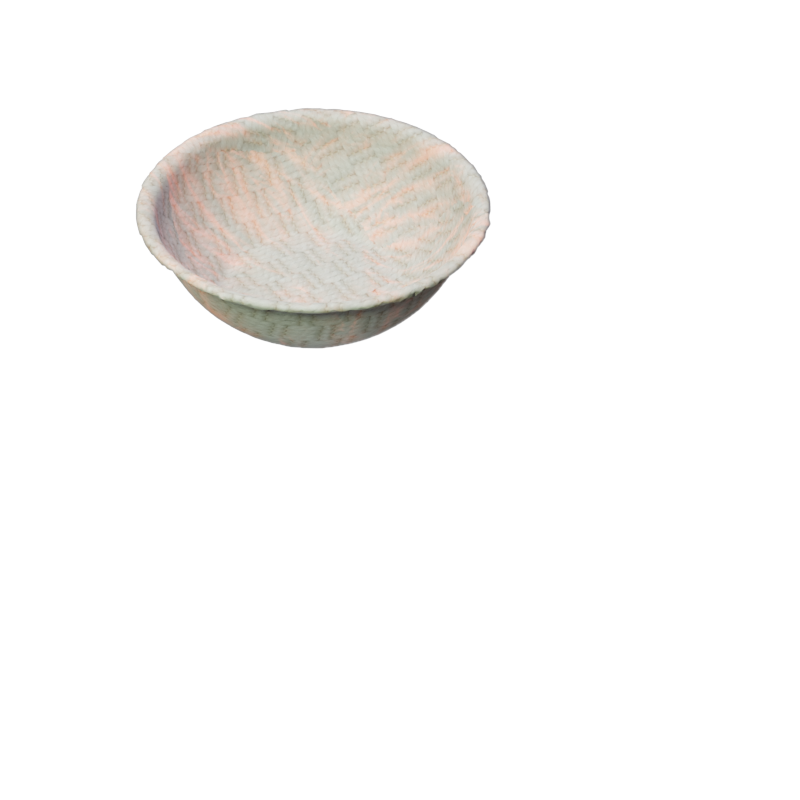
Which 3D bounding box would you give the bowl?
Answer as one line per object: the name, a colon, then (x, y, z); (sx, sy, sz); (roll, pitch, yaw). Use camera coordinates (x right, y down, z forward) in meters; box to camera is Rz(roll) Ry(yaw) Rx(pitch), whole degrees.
bowl: (-0.041, -0.075, 0.523); (0.162, 0.051, 0.174); (-1, 41, -2)
